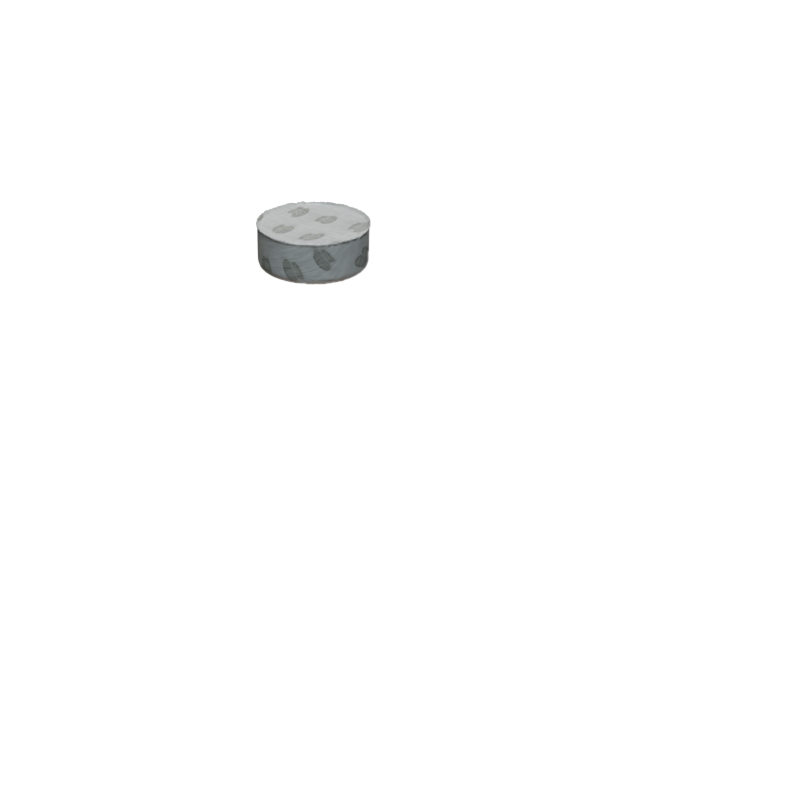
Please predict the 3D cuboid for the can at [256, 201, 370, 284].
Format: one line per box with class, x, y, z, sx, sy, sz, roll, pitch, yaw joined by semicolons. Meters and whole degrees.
can;-0.065;-0.119;0.835;0.086;0.032;0.091;-1;29;-2
